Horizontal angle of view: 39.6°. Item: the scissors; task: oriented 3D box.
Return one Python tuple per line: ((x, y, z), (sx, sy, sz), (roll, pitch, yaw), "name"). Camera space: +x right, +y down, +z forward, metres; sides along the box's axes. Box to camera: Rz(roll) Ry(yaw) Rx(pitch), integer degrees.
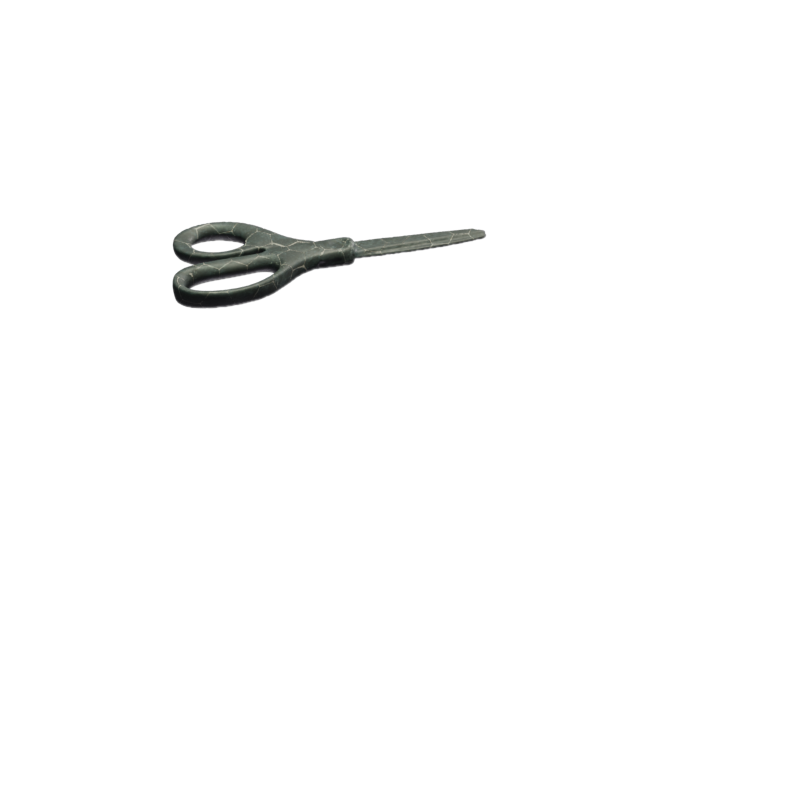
((-0.055, -0.100, 0.700), (0.199, 0.015, 0.104), (-19, 39, -26), "scissors")
